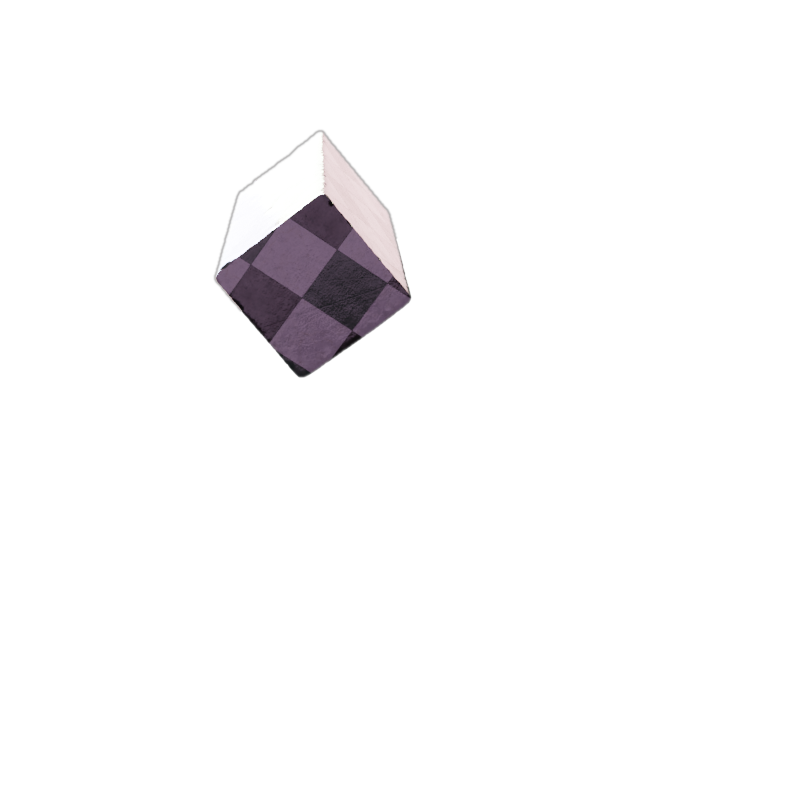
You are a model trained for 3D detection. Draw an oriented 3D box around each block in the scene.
[{"bbox_3d":[-0.061,-0.111,0.778,0.090,0.087,0.216,-36,20,11],"label":"block"}]
